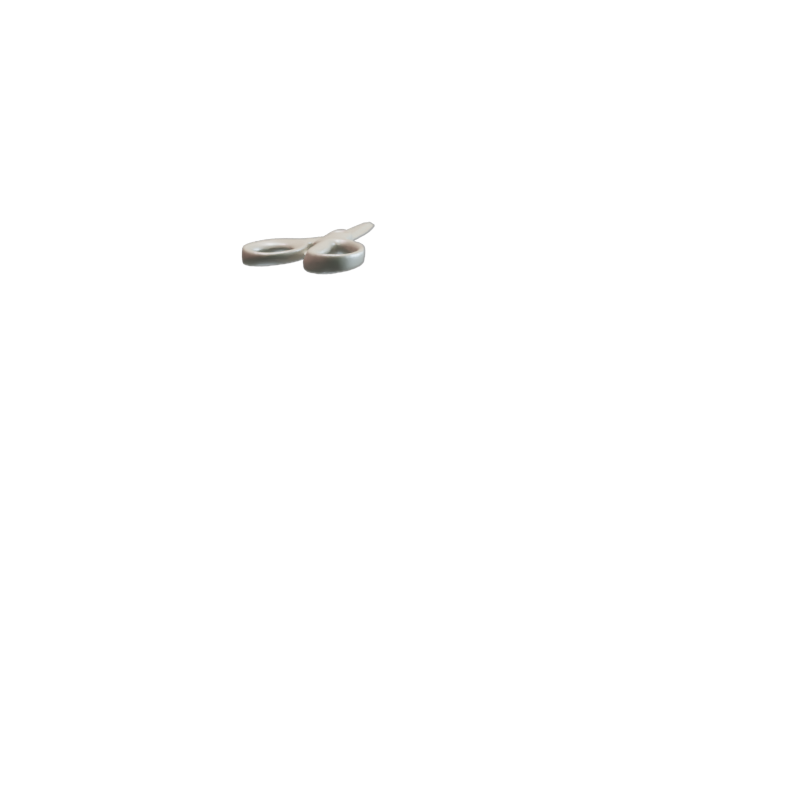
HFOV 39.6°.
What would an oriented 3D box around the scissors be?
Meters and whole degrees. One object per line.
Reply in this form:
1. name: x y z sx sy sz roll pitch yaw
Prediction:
1. scissors: -0.066 -0.120 0.839 0.096 0.015 0.208 0 16 -1
